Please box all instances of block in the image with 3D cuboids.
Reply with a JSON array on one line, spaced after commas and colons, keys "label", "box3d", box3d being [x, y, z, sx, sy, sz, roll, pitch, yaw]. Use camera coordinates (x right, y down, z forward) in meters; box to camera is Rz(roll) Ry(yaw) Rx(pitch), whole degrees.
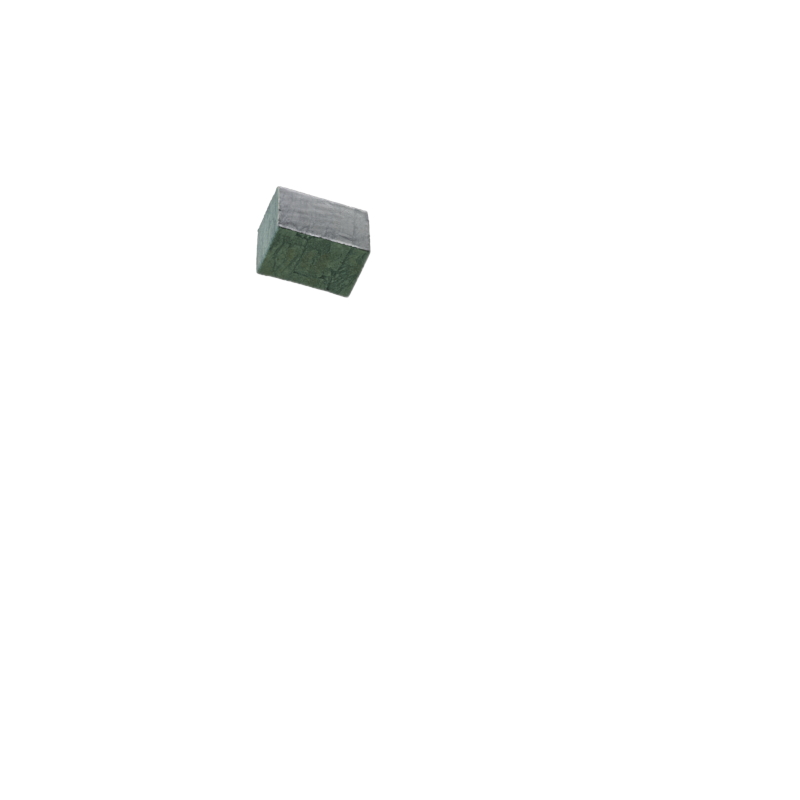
[{"label": "block", "box3d": [-0.068, -0.123, 0.865, 0.076, 0.055, 0.050, 15, -48, -16]}]
